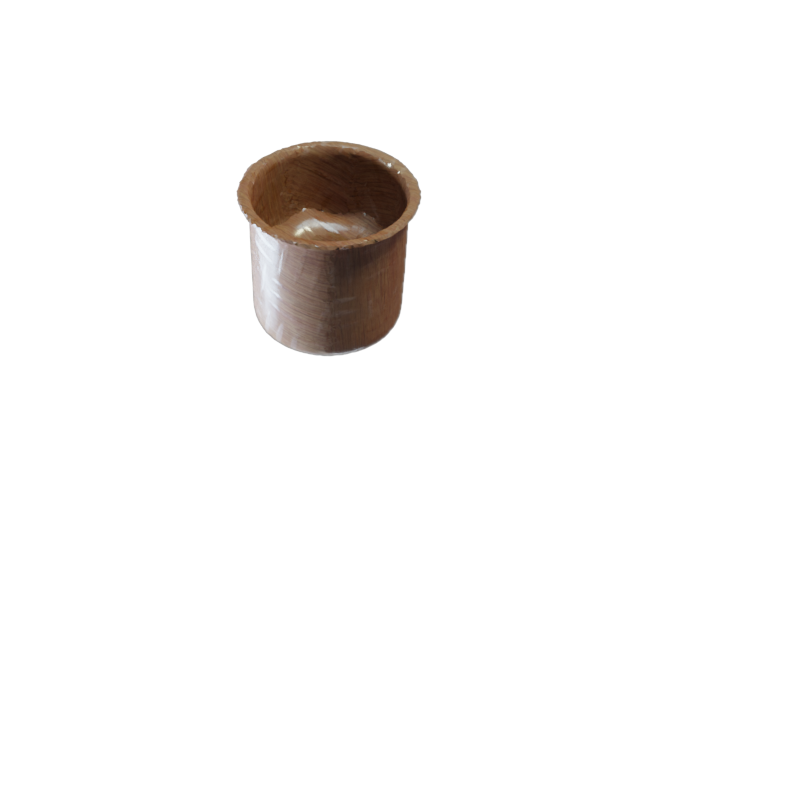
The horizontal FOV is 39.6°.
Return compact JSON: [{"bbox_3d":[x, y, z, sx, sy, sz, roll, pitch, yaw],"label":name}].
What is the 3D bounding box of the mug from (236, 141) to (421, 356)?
[{"bbox_3d":[-0.046,-0.085,0.593,0.093,0.076,0.125,-31,51,-31],"label":"mug"}]
